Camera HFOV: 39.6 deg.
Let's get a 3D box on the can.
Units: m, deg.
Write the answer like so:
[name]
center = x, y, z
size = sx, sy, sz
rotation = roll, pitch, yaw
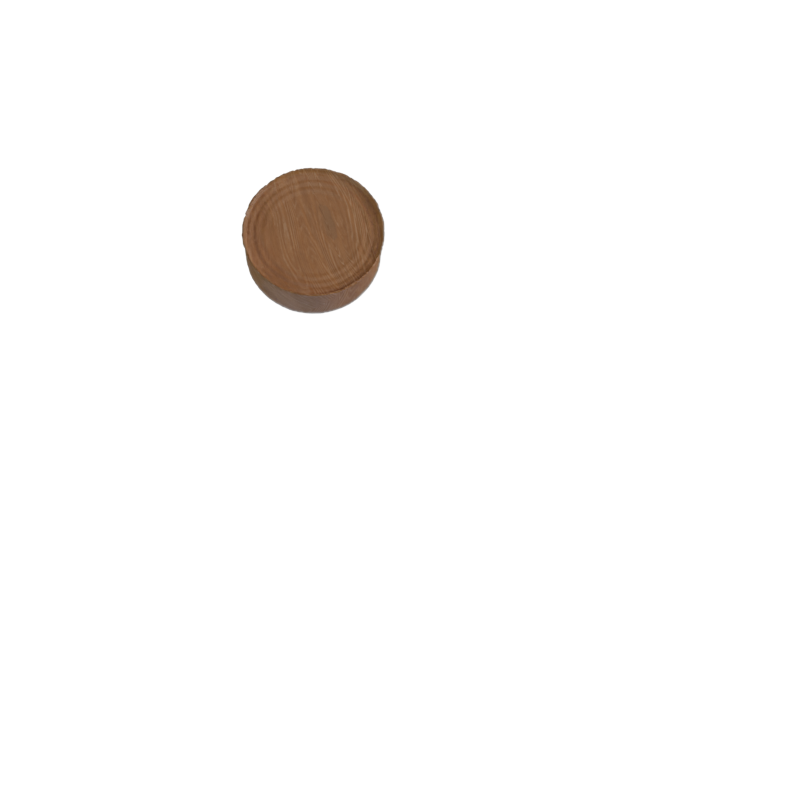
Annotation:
[can]
center = -0.053, -0.097, 0.679
size = 0.086, 0.091, 0.032
rotation = -1, -24, -1
